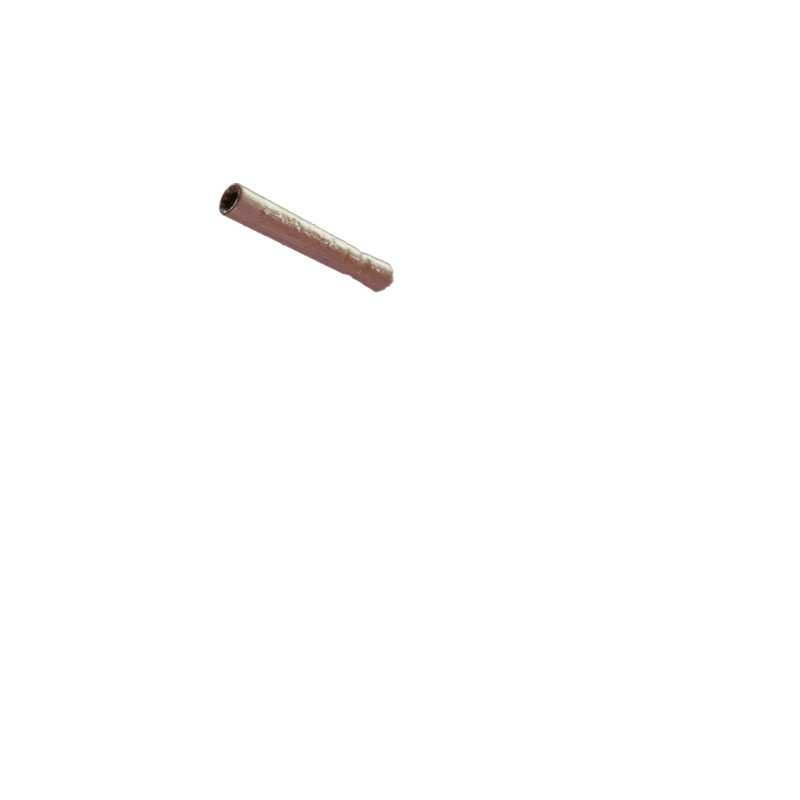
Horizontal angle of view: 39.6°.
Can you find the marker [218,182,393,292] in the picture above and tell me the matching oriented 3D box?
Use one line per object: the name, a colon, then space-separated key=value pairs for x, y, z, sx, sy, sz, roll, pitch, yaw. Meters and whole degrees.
marker: x=-0.048 y=-0.088 z=0.616 sx=0.113 sy=0.020 sz=0.021 roll=23 pitch=-12 yaw=-37
